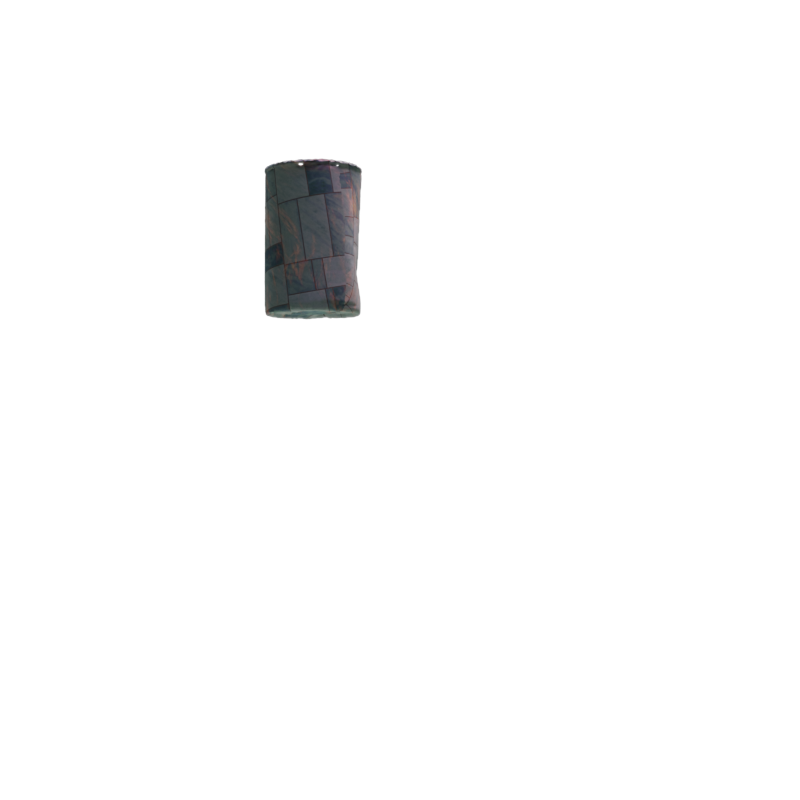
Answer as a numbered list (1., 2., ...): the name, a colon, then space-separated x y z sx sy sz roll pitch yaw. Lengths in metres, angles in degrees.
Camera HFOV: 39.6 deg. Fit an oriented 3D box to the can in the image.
1. can: -0.060 -0.109 0.766 0.068 0.104 0.067 0 -6 -2
